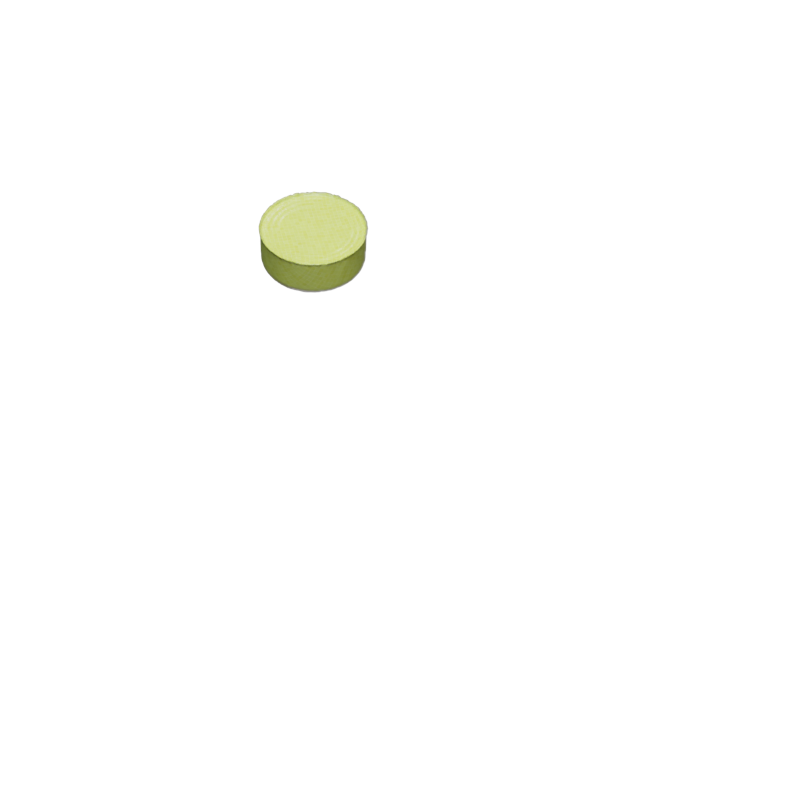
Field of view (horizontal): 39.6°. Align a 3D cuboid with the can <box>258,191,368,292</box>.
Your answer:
[{"bbox_3d":[-0.069,-0.126,0.882,0.086,0.092,0.031,-1,-43,-1],"label":"can"}]
